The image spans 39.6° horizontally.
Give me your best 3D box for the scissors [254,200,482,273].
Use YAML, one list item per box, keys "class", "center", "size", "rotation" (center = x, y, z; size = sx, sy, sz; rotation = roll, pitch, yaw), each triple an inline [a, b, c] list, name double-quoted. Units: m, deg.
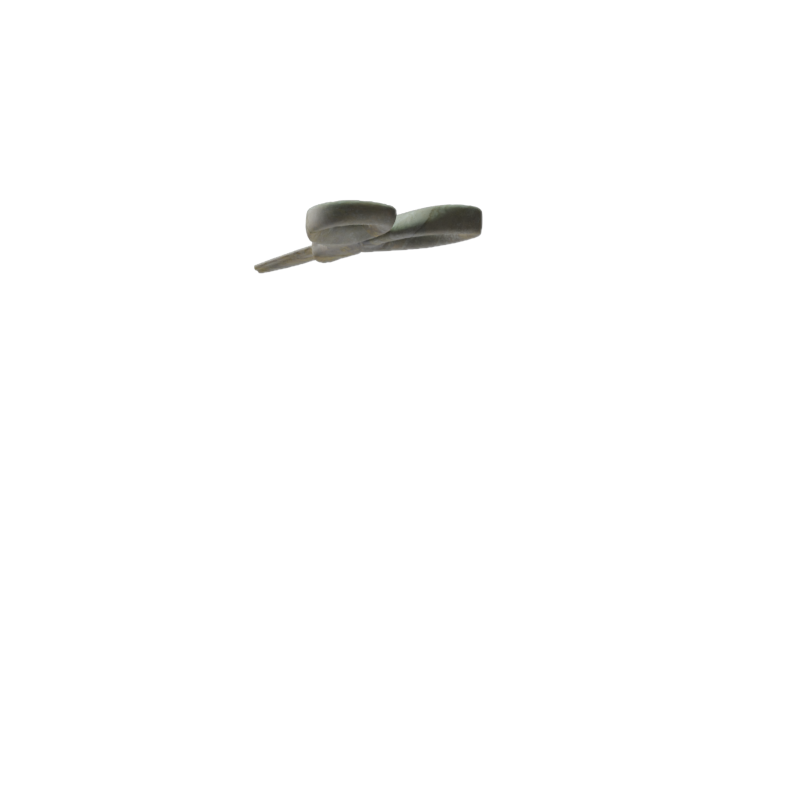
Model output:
- class: "scissors"
  center: [-0.047, -0.086, 0.605]
  size: [0.208, 0.016, 0.092]
  rotation: [-2, -3, 44]
